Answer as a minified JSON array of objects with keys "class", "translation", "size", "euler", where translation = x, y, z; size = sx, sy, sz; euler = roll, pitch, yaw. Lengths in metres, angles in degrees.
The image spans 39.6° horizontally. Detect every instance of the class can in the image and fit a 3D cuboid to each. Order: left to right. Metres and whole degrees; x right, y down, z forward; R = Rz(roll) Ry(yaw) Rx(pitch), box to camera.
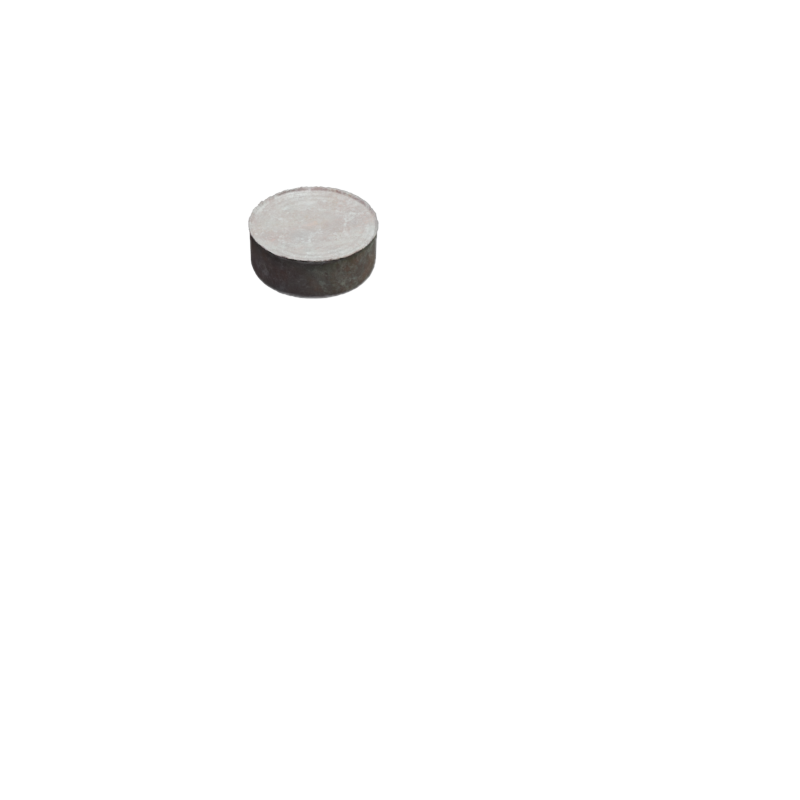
[{"class":"can","translation":[-0.058,-0.105,0.739],"size":[0.086,0.031,0.092],"euler":[-1,41,-2]}]
